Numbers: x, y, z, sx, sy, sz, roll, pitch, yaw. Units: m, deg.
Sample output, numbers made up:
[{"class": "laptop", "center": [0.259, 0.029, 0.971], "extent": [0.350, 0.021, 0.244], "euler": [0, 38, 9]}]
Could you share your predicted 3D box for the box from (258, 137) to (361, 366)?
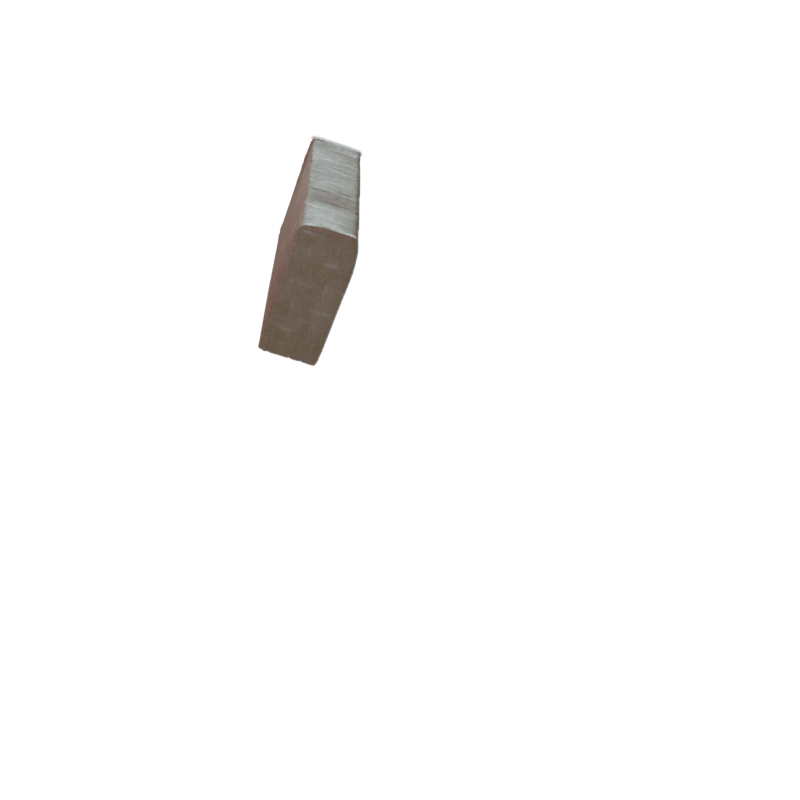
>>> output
[{"class": "box", "center": [-0.060, -0.109, 0.767], "extent": [0.047, 0.090, 0.187], "euler": [16, 27, -13]}]
